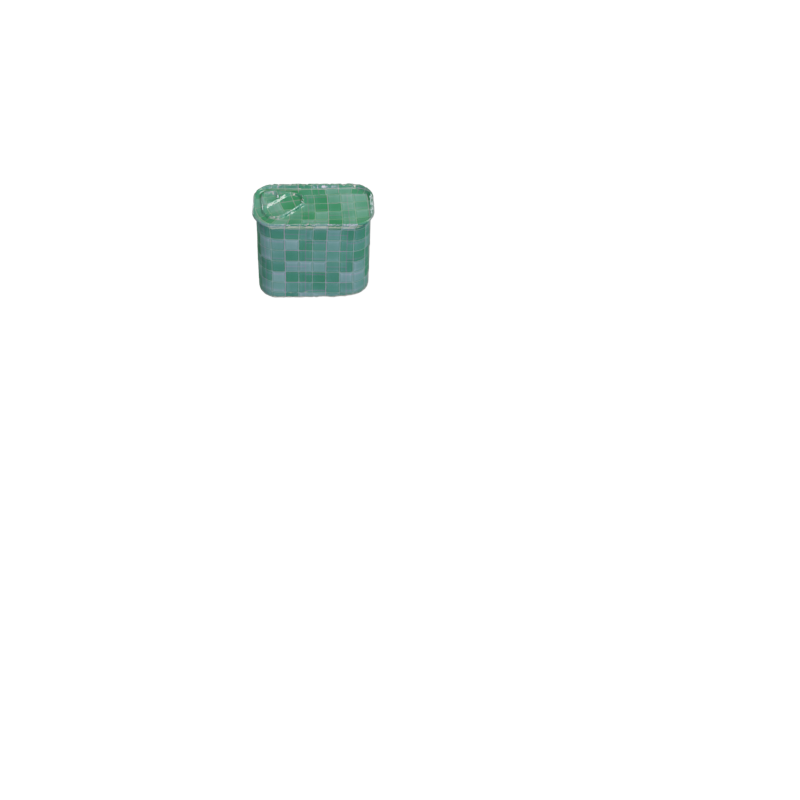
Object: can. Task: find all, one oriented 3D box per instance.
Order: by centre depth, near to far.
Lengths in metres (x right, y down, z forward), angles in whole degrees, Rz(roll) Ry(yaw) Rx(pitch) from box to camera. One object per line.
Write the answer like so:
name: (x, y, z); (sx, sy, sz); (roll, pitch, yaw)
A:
can: (-0.075, -0.136, 0.954); (0.102, 0.078, 0.062); (0, 43, -2)
